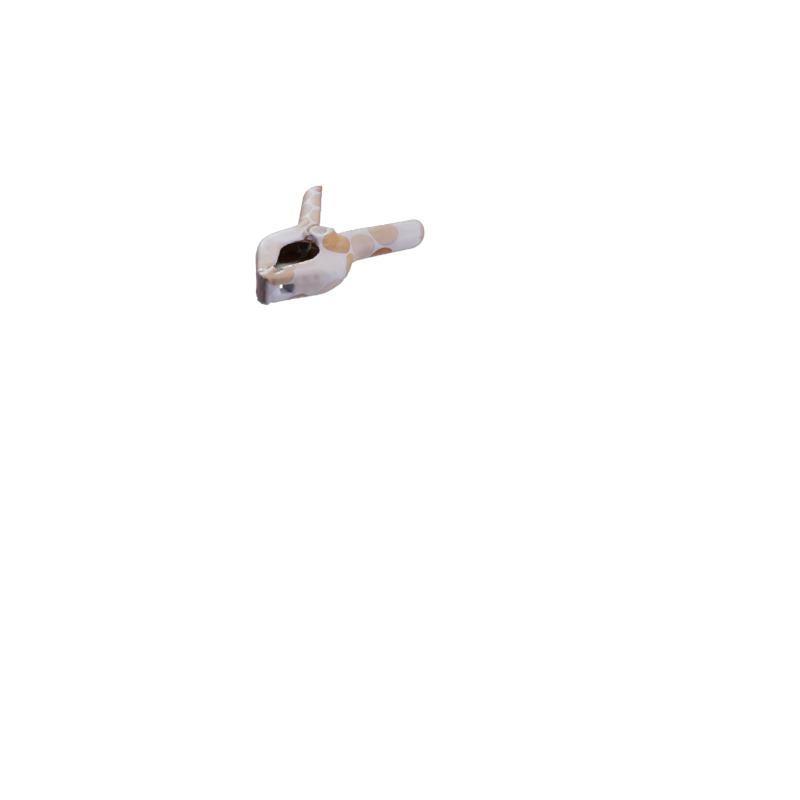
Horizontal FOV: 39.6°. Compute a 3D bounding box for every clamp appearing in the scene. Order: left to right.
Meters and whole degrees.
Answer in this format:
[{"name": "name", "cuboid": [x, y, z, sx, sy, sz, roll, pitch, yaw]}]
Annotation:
[{"name": "clamp", "cuboid": [-0.074, -0.135, 0.944, 0.127, 0.037, 0.171, 23, 38, 33]}]
